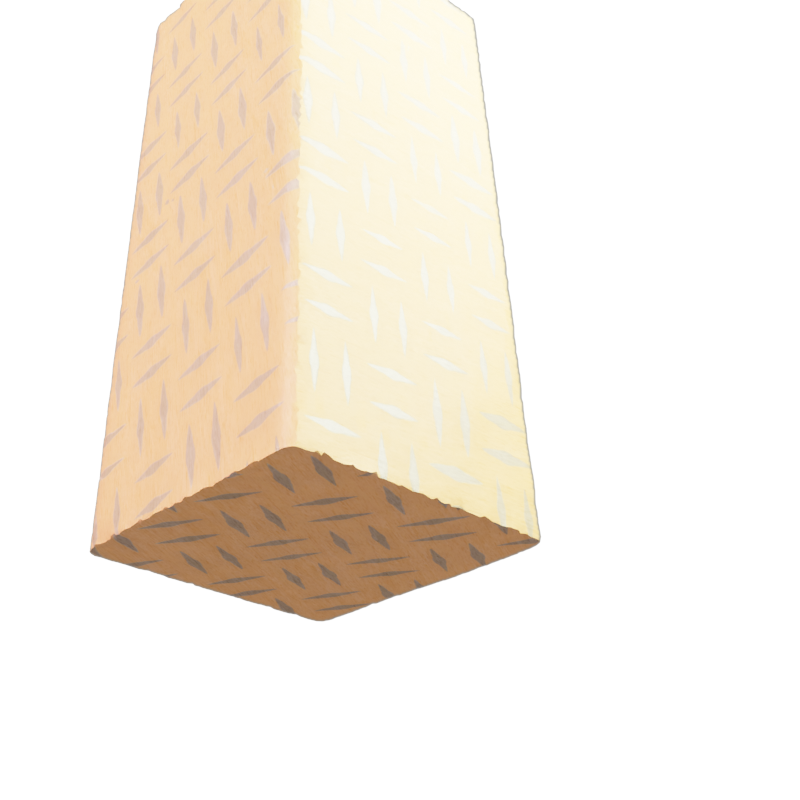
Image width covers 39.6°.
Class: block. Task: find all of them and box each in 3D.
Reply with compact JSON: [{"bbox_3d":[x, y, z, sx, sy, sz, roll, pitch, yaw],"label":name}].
[{"bbox_3d":[-0.028,-0.051,0.359,0.085,0.221,0.090,27,-44,-36],"label":"block"}]
